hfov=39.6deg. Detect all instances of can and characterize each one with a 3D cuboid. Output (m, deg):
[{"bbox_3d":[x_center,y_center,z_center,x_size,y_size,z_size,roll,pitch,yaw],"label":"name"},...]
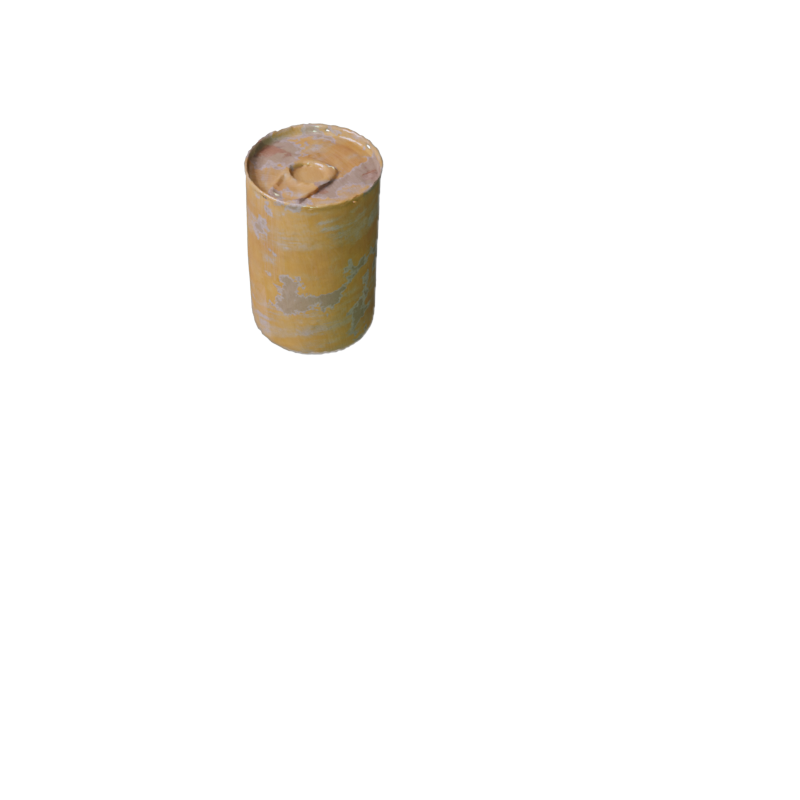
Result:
[{"bbox_3d":[-0.045,-0.082,0.572,0.068,0.095,0.074,0,44,-3],"label":"can"}]
